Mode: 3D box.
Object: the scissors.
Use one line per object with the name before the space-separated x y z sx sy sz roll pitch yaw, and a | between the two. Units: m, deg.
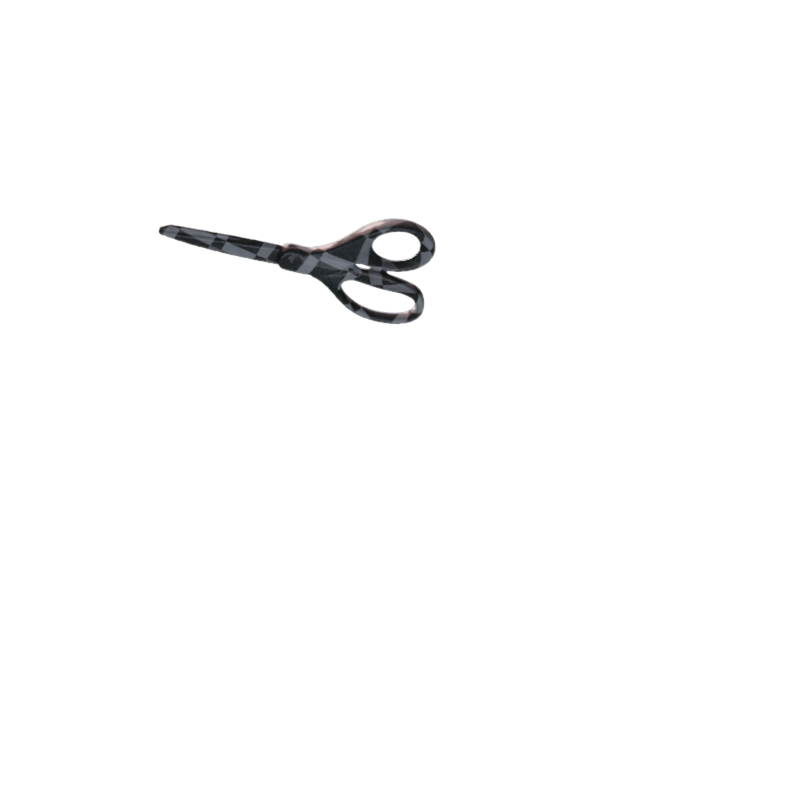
scissors | -0.062 -0.114 0.795 0.195 0.093 0.017 25 32 -17
